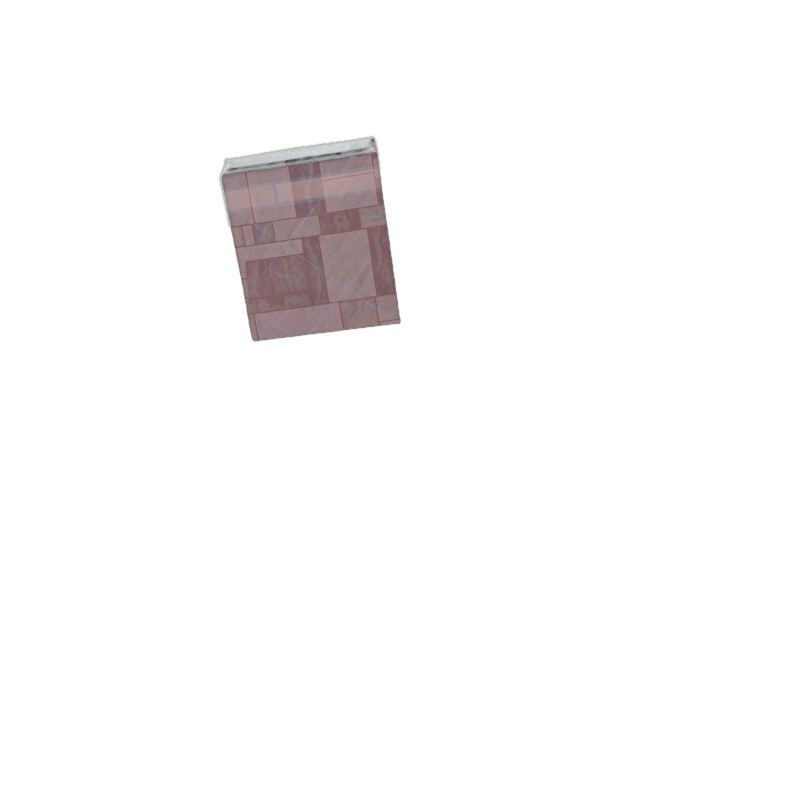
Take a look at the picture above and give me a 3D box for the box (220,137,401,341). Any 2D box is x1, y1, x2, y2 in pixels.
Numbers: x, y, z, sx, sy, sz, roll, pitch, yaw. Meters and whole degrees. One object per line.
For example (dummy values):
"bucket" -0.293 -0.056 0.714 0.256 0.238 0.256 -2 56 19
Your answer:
"box" -0.042 -0.076 0.531 0.073 0.085 0.032 -8 22 2
